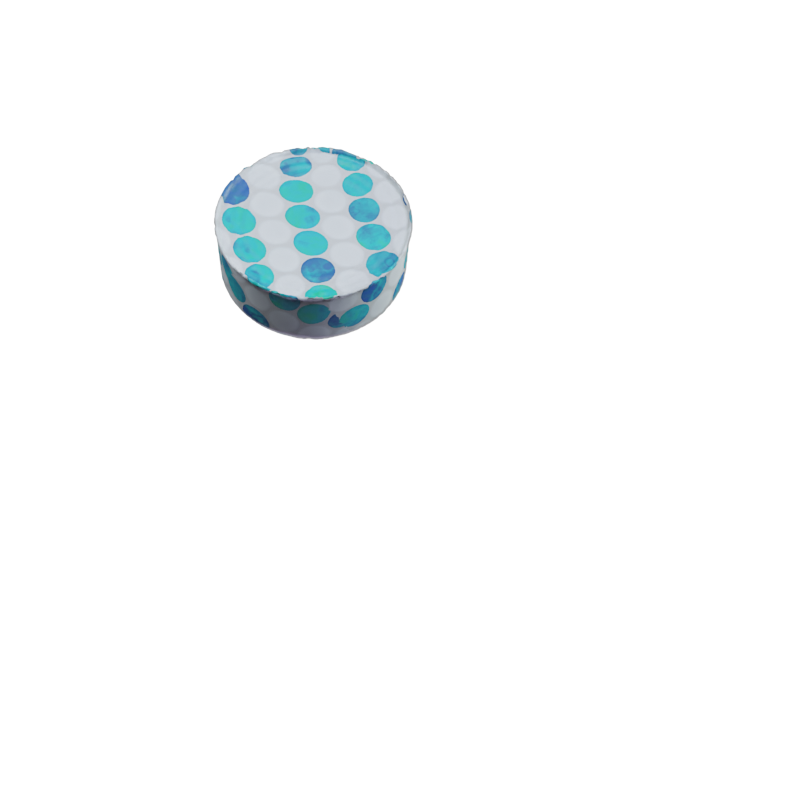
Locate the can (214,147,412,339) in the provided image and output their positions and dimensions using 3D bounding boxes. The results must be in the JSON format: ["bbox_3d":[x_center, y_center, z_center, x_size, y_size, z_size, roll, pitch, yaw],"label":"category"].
[{"bbox_3d":[-0.039,-0.070,0.492,0.086,0.092,0.031,-1,-36,-1],"label":"can"}]
